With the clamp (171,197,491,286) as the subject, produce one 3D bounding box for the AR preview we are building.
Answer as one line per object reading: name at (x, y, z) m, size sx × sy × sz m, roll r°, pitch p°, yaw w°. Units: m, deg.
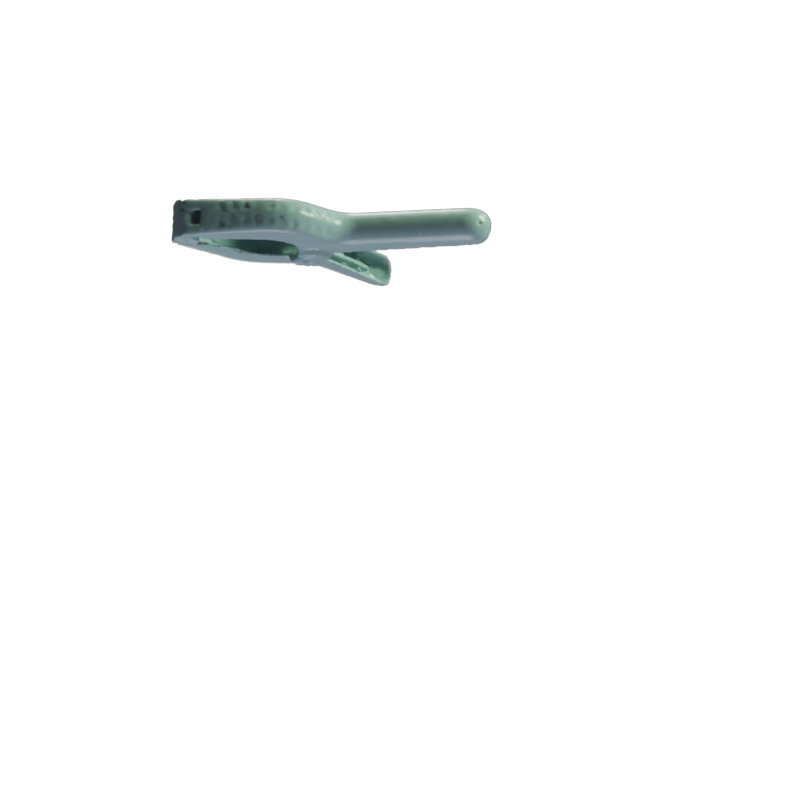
clamp at (-0.062, -0.114, 0.797) m, size 0.205 × 0.037 × 0.164 m, roll 3°, pitch -9°, yaw -17°
